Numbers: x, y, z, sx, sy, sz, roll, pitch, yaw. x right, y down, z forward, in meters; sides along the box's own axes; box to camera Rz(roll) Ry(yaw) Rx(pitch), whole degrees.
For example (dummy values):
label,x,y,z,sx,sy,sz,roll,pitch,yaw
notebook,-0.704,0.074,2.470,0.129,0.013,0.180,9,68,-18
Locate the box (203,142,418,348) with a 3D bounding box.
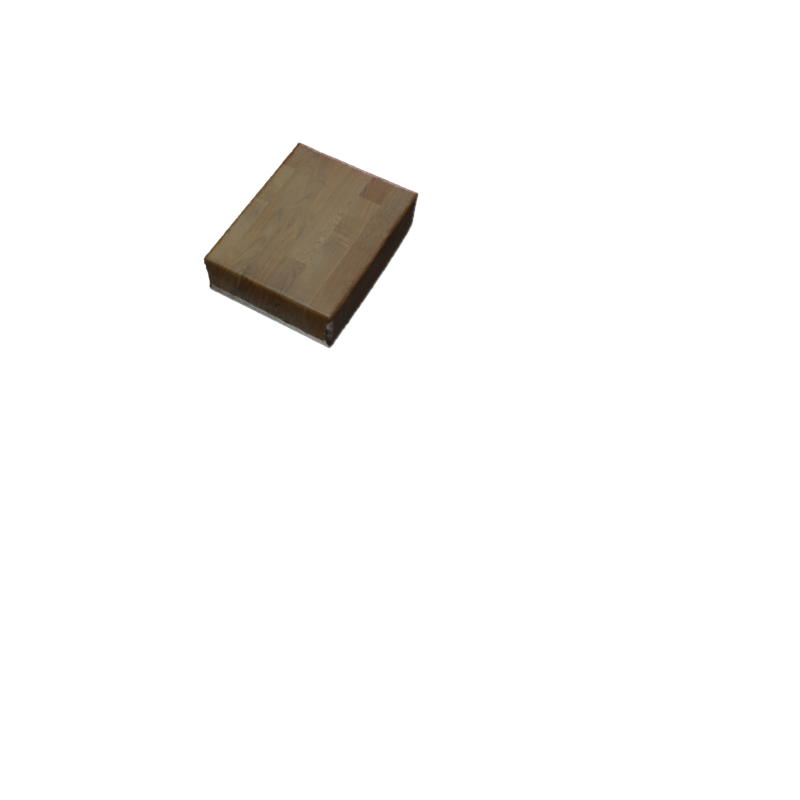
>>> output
label,x,y,z,sx,sy,sz,roll,pitch,yaw
box,-0.054,-0.099,0.691,0.093,0.117,0.036,25,-32,16
